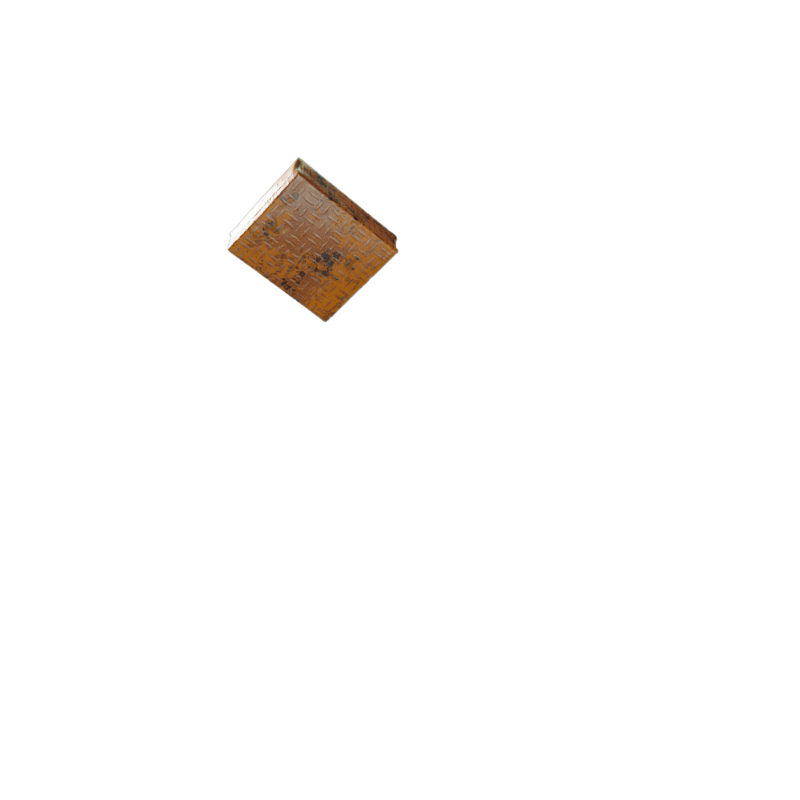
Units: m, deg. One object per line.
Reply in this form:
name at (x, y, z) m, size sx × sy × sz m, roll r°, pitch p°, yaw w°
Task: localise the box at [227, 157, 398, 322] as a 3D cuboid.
box at (-0.057, -0.105, 0.733) m, size 0.085 × 0.072 × 0.032 m, roll 37°, pitch 22°, yaw -19°
